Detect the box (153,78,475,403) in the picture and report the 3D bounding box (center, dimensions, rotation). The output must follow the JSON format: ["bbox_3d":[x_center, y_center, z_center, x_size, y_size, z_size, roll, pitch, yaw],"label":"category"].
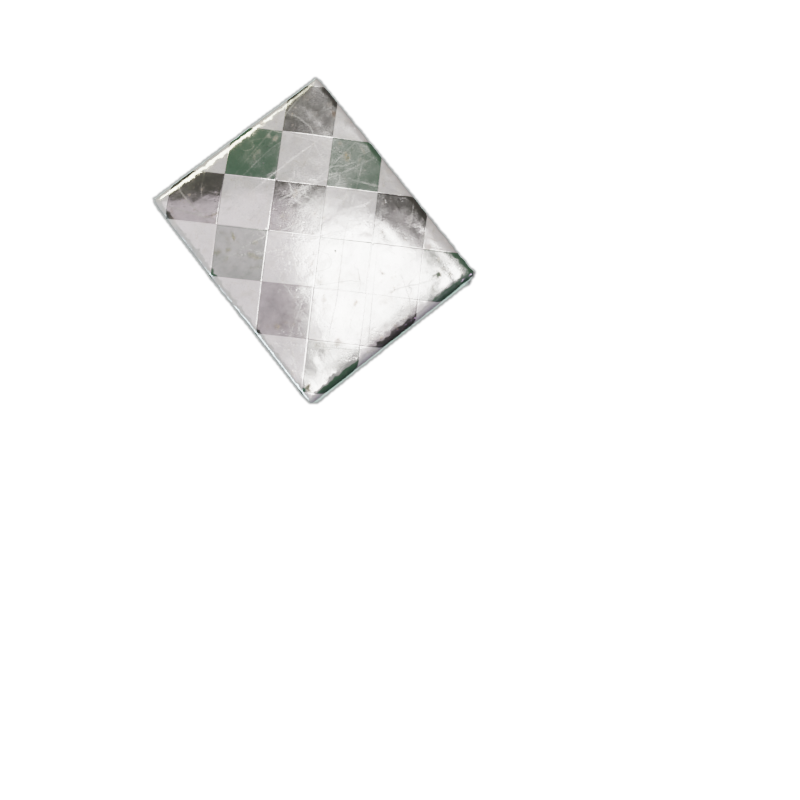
[{"bbox_3d":[-0.038,-0.069,0.484,0.090,0.115,0.038,-38,-5,-5],"label":"box"}]
